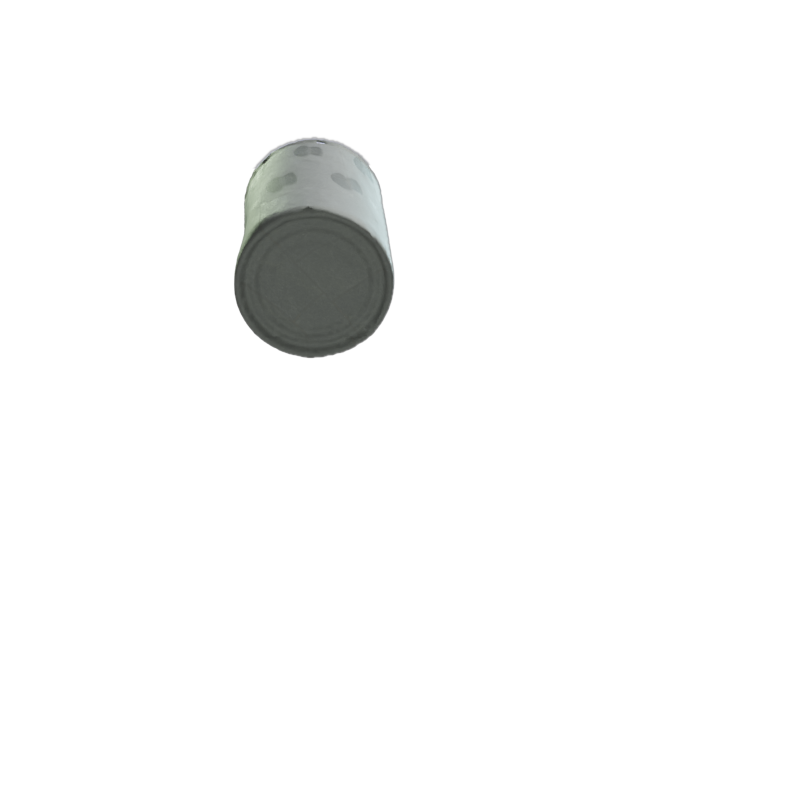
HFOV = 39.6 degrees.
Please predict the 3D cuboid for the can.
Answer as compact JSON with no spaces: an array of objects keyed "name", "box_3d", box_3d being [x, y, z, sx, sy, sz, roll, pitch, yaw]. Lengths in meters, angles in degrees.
[{"name":"can","box_3d":[-0.039,-0.071,0.496,0.068,0.065,0.108,0,26,-3]}]
